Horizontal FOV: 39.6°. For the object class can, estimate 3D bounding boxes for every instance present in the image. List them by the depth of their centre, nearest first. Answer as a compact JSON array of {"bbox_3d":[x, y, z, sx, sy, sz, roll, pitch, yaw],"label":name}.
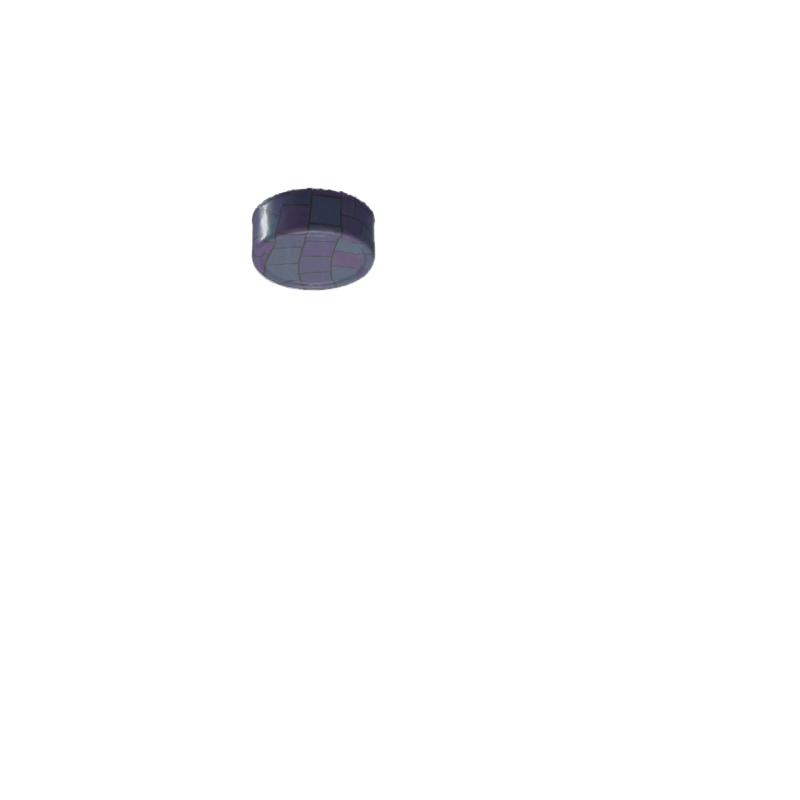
[{"bbox_3d":[-0.060,-0.109,0.762,0.086,0.036,0.081,1,-25,-2],"label":"can"}]
